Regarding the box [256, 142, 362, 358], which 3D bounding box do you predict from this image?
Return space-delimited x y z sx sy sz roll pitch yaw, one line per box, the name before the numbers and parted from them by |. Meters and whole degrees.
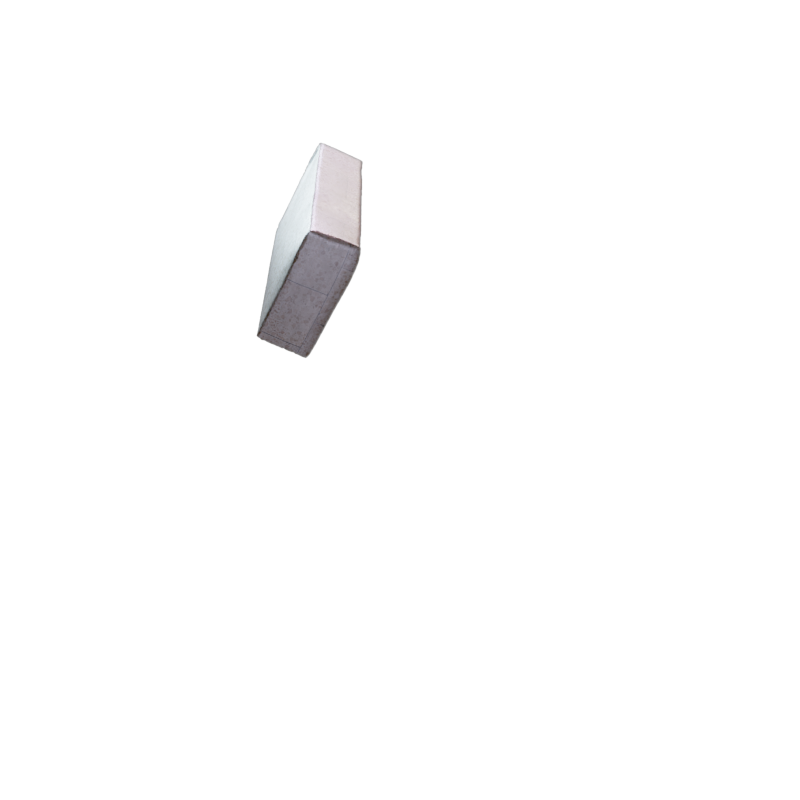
box | -0.065 -0.118 0.826 0.047 0.090 0.187 22 27 -16
